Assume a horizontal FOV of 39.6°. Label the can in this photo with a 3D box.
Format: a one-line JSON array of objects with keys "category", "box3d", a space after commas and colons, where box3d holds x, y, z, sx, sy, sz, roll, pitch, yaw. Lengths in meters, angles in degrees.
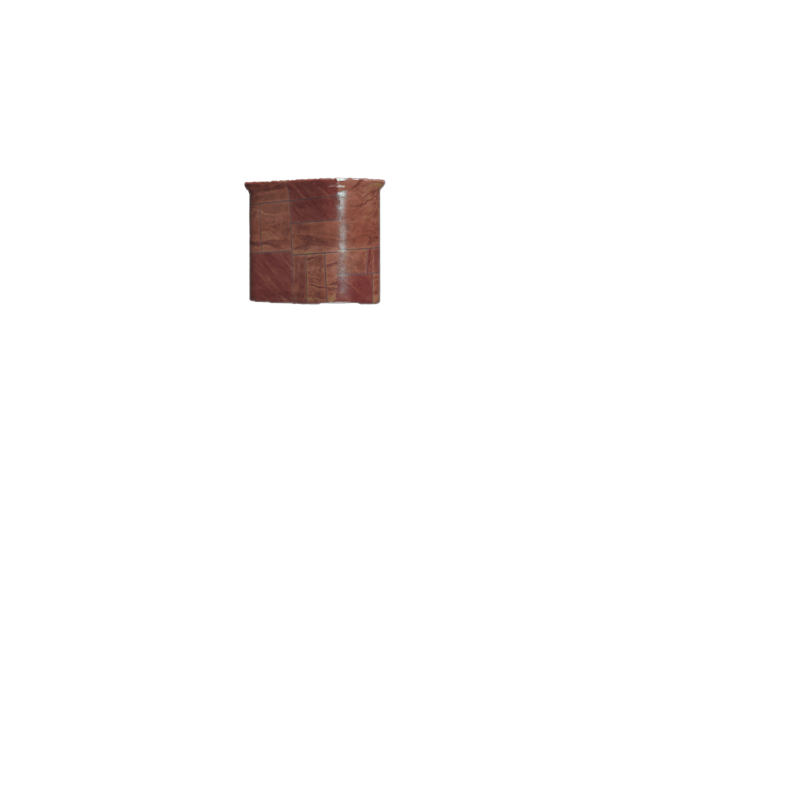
[{"category": "can", "box3d": [-0.060, -0.109, 0.762, 0.106, 0.084, 0.055, 4, 5, 42]}]
